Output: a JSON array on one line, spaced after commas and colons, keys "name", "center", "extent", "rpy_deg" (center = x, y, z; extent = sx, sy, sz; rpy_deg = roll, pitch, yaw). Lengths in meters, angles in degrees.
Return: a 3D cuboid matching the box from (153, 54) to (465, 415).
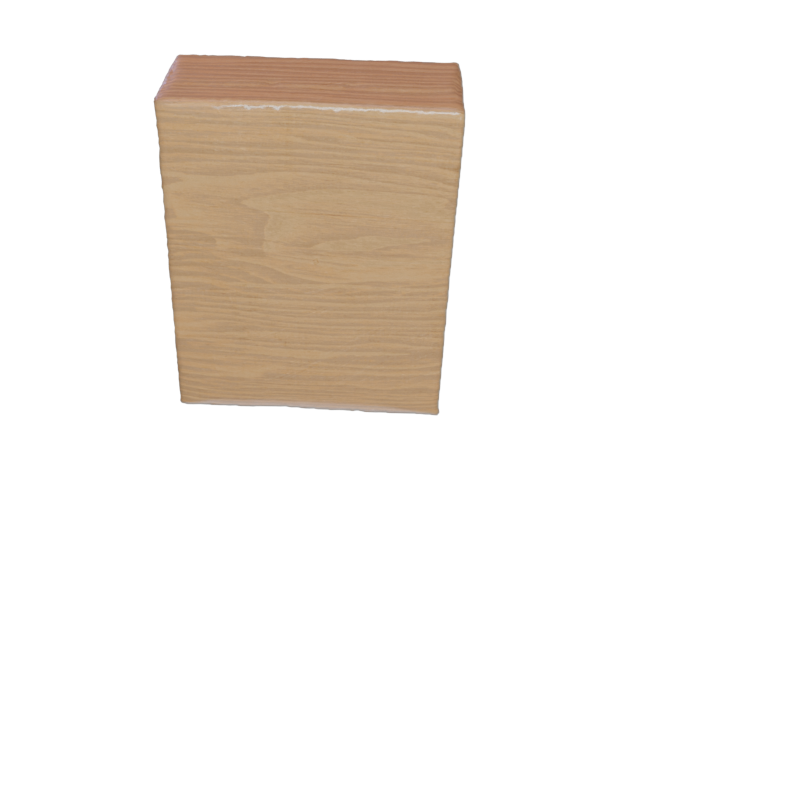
[{"name": "box", "center": [-0.051, -0.094, 0.655], "extent": [0.165, 0.200, 0.076], "rpy_deg": [3, 37, 2]}]
